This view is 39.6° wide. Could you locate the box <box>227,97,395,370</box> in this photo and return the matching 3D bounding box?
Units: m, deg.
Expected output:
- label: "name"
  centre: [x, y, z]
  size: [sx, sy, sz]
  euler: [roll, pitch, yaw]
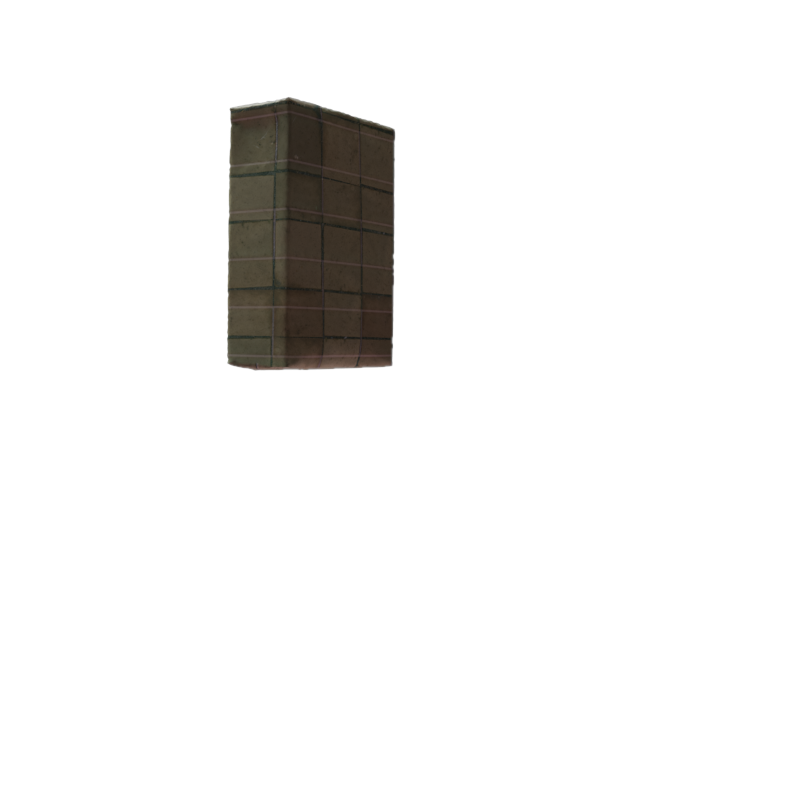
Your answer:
- label: "box"
  centre: [-0.073, -0.134, 0.936]
  size: [0.074, 0.216, 0.157]
  euler: [-3, -3, 32]
